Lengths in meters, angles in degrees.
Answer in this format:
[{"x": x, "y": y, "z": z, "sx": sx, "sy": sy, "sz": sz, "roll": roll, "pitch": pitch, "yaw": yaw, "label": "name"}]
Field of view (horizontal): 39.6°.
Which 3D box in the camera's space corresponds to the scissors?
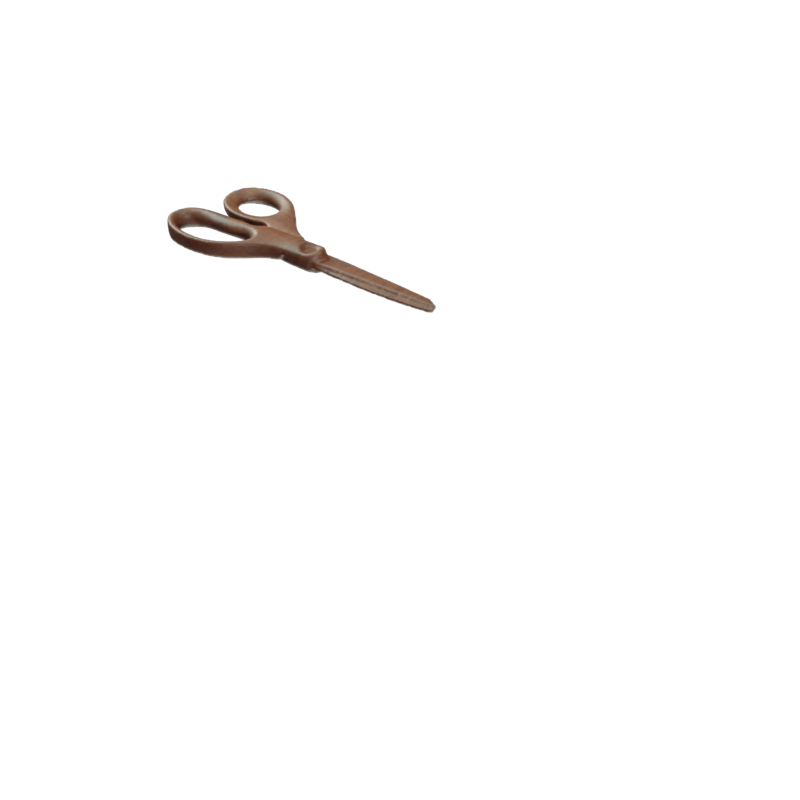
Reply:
[{"x": -0.057, "y": -0.105, "z": 0.733, "sx": 0.209, "sy": 0.015, "sz": 0.099, "roll": 15, "pitch": 38, "yaw": 20, "label": "scissors"}]
